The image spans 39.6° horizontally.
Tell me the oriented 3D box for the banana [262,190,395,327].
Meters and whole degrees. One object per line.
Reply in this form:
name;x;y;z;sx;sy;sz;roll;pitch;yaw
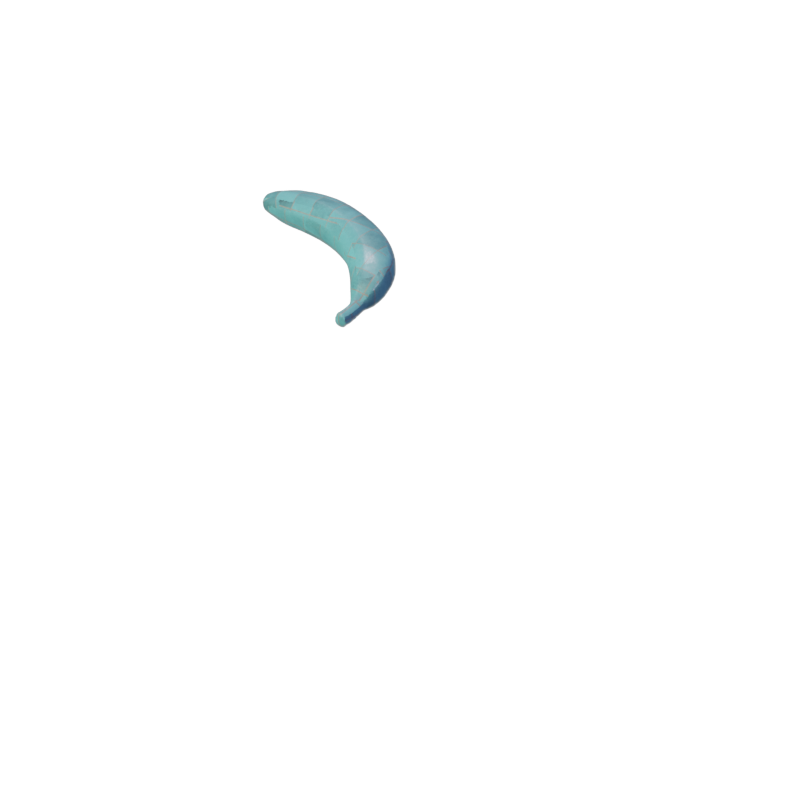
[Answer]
banana;-0.051;-0.128;0.888;0.068;0.034;0.214;-12;36;-18
